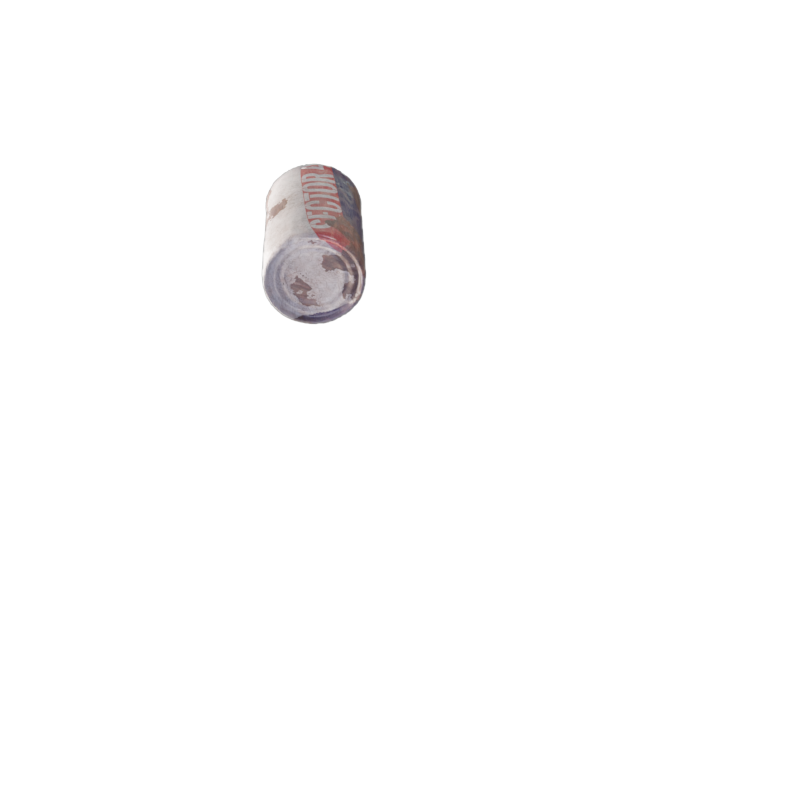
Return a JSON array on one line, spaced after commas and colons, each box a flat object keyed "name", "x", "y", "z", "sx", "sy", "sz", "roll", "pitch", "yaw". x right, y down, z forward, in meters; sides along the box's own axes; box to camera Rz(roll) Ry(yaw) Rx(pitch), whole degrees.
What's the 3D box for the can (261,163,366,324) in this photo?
[{"name": "can", "x": -0.058, "y": -0.105, "z": 0.738, "sx": 0.068, "sy": 0.064, "sz": 0.109, "roll": -1, "pitch": 34, "yaw": -3}]
